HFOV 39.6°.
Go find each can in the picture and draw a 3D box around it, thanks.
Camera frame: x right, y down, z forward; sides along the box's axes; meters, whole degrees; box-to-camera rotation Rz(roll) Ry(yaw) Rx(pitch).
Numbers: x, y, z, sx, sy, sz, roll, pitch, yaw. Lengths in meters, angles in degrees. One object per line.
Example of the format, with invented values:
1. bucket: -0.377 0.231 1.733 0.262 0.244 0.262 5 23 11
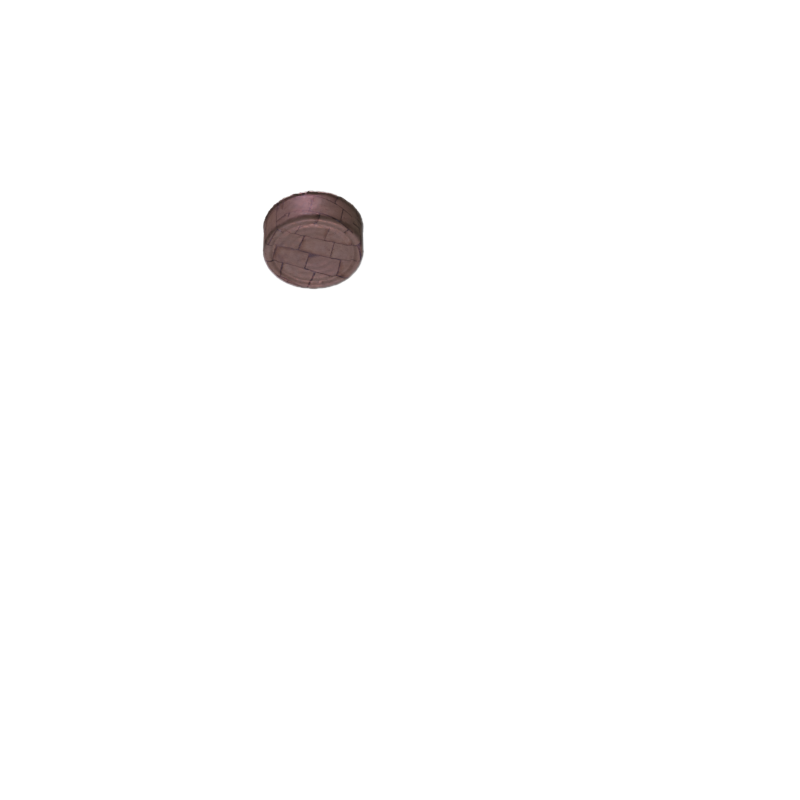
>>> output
1. can: -0.073 -0.133 0.933 0.086 0.036 0.080 1 -42 -1
